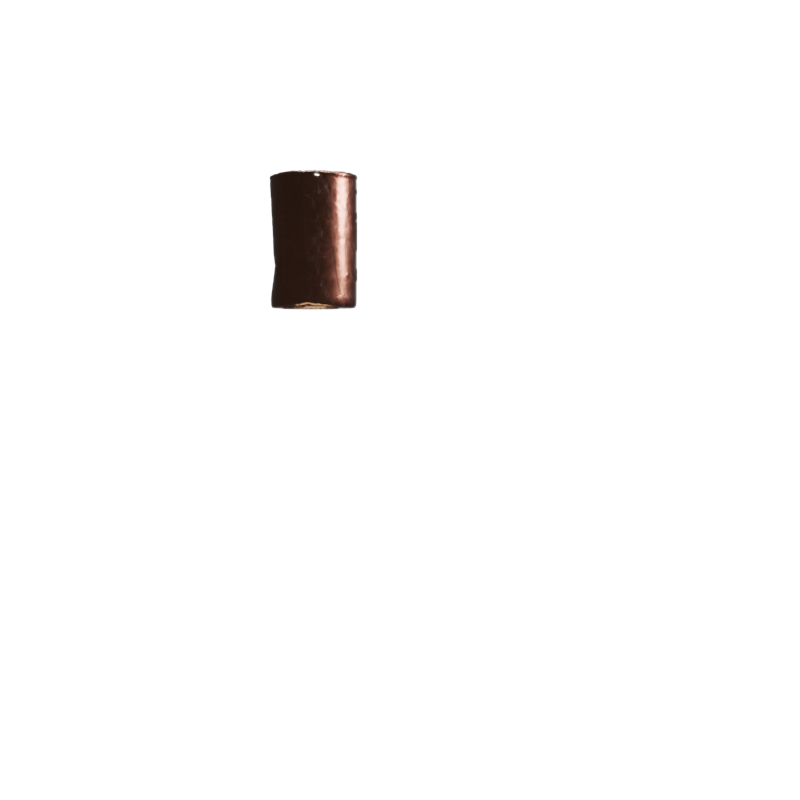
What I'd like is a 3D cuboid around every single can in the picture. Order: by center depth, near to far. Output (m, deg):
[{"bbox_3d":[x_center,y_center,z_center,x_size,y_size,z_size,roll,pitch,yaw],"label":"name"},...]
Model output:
[{"bbox_3d":[-0.067,-0.122,0.855,0.068,0.103,0.068,0,-3,-2],"label":"can"}]
